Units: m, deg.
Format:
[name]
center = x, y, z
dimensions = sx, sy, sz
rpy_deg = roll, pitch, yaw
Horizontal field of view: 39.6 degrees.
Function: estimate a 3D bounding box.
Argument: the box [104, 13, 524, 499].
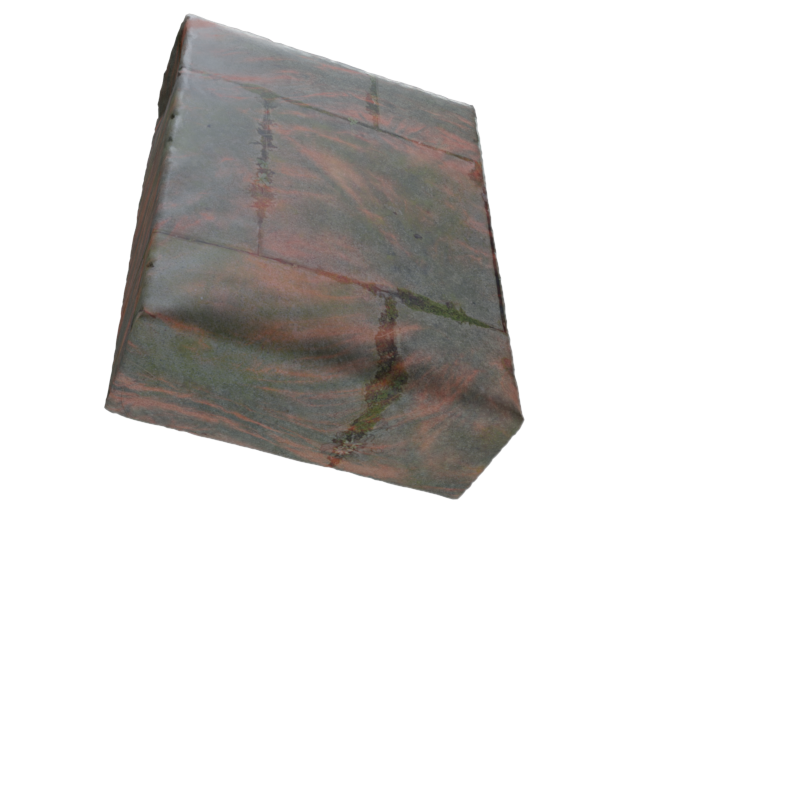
[box]
center = -0.041, -0.074, 0.521
dimensions = 0.159, 0.230, 0.069
rpy_deg = 14, -46, -17
